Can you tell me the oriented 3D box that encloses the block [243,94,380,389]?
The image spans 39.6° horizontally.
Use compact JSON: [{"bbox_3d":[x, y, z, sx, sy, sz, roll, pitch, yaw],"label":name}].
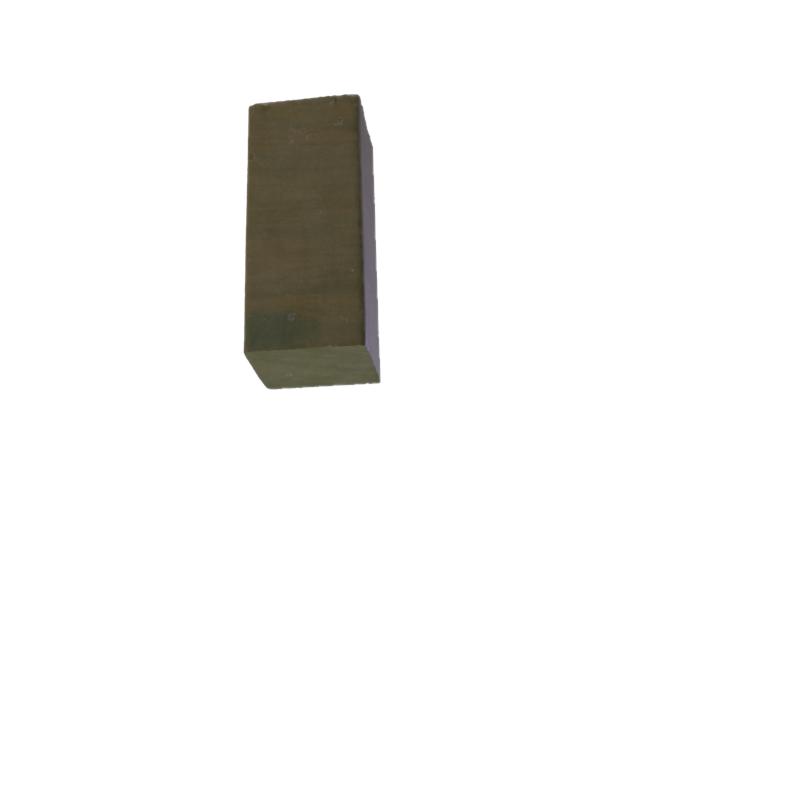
[{"bbox_3d":[-0.067,-0.122,0.856,0.091,0.217,0.085,-5,-23,7],"label":"block"}]
